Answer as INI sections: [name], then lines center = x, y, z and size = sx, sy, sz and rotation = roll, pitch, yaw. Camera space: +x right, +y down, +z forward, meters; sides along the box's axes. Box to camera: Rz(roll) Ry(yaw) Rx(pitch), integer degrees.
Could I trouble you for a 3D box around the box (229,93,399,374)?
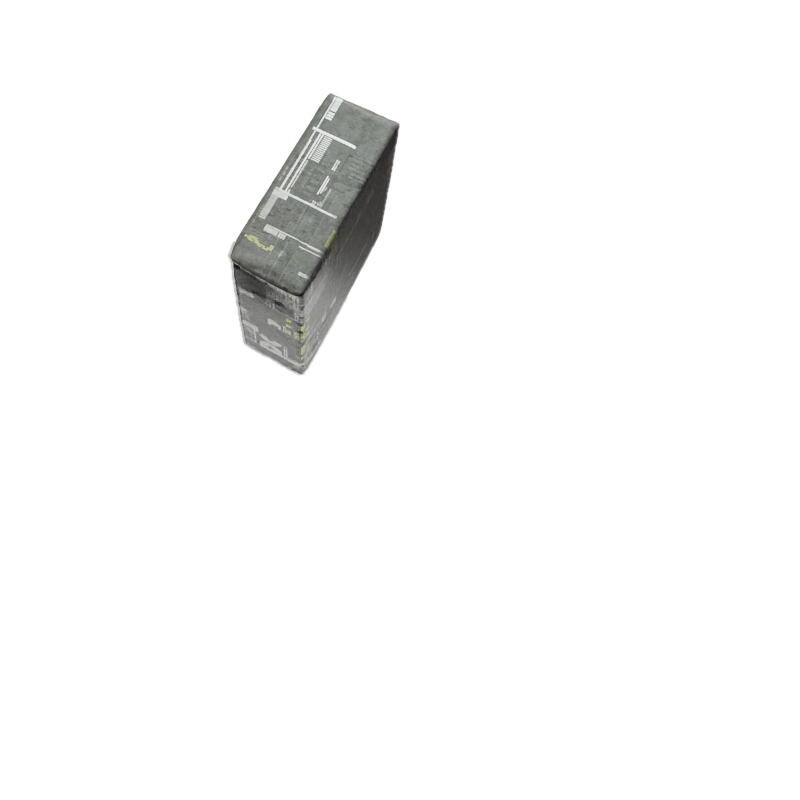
[box]
center = -0.073, -0.133, 0.932
size = 0.073, 0.169, 0.205
rotation = 26, -17, 4
